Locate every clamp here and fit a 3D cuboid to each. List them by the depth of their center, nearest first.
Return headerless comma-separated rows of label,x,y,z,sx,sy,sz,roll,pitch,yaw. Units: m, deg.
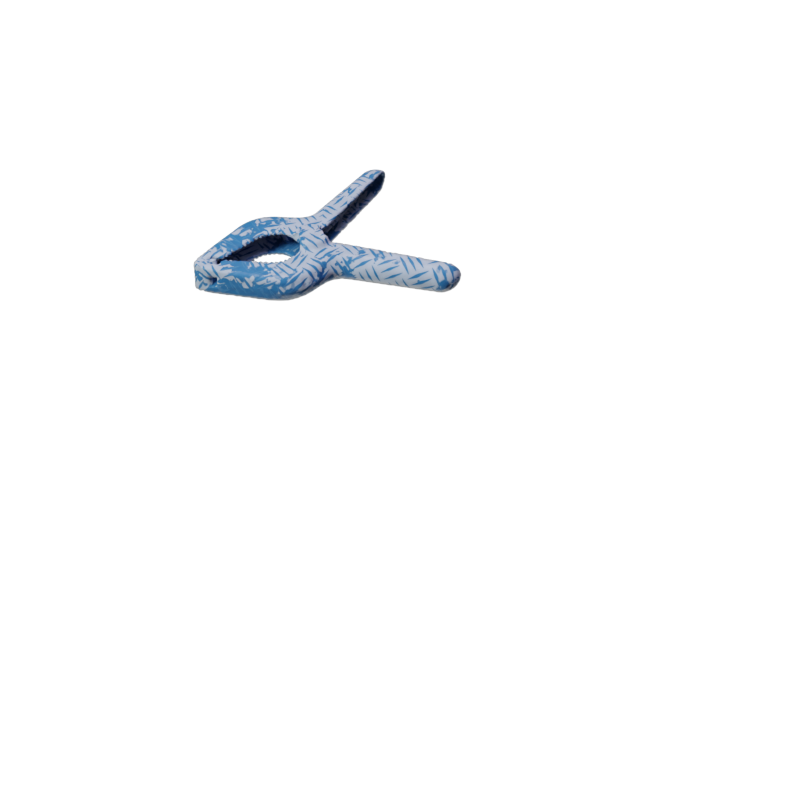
clamp,-0.074,-0.134,0.939,0.208,0.034,0.178,-11,43,-12
